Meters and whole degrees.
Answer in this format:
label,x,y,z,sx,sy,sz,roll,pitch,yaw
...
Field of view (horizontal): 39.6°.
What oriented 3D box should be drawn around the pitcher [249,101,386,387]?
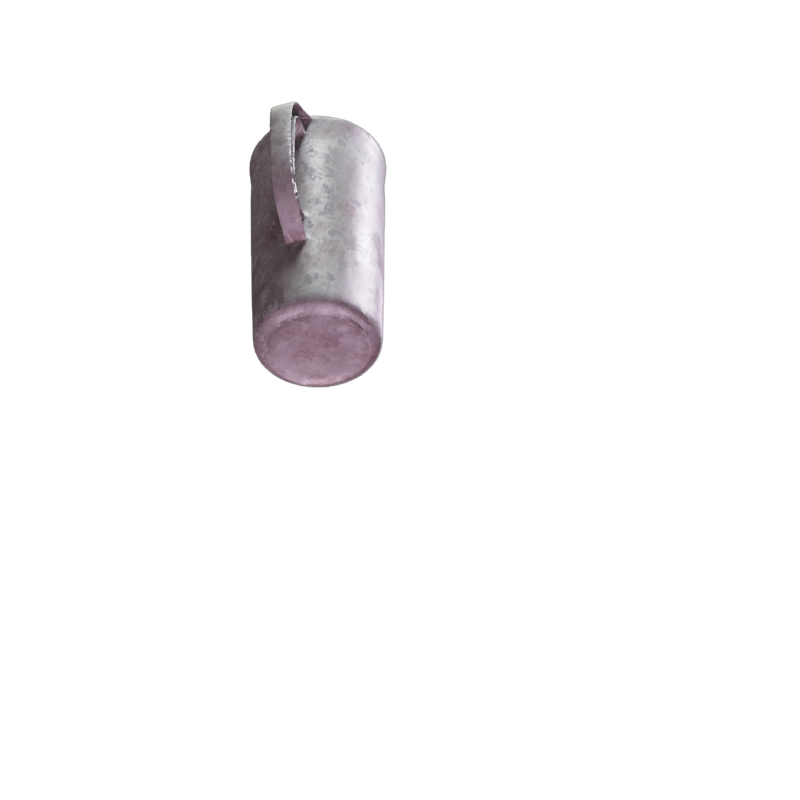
label,x,y,z,sx,sy,sz,roll,pitch,yaw
pitcher,-0.077,-0.141,0.988,0.143,0.261,0.140,20,-48,-22
